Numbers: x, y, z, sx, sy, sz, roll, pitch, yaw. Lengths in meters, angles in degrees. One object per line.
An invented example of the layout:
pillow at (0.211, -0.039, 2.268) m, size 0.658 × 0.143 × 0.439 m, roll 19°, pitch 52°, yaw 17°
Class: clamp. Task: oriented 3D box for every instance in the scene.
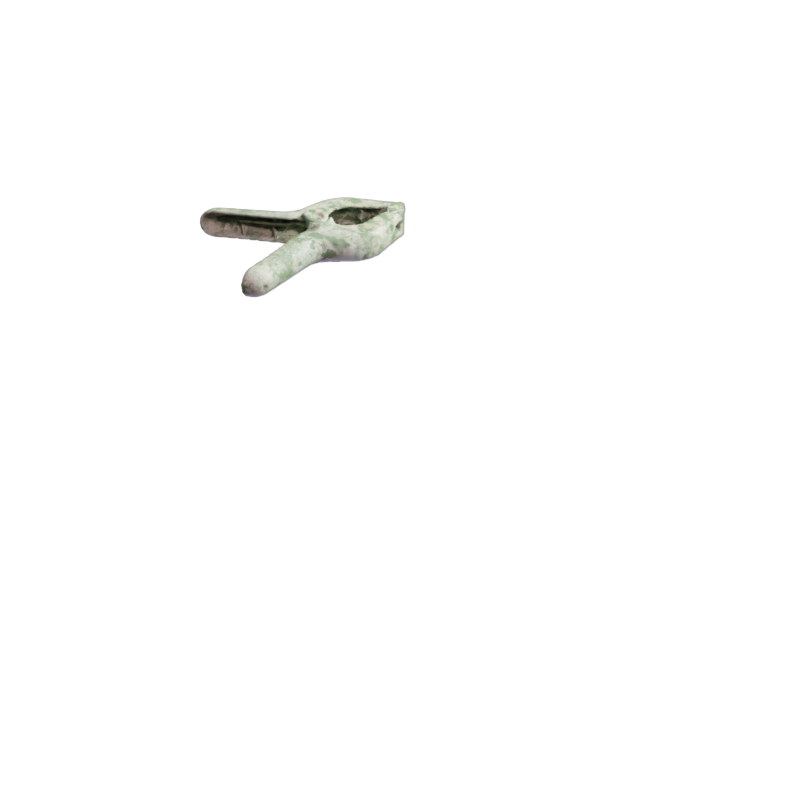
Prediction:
clamp at (-0.071, -0.129, 0.906) m, size 0.169 × 0.037 × 0.130 m, roll -10°, pitch 43°, yaw -11°
